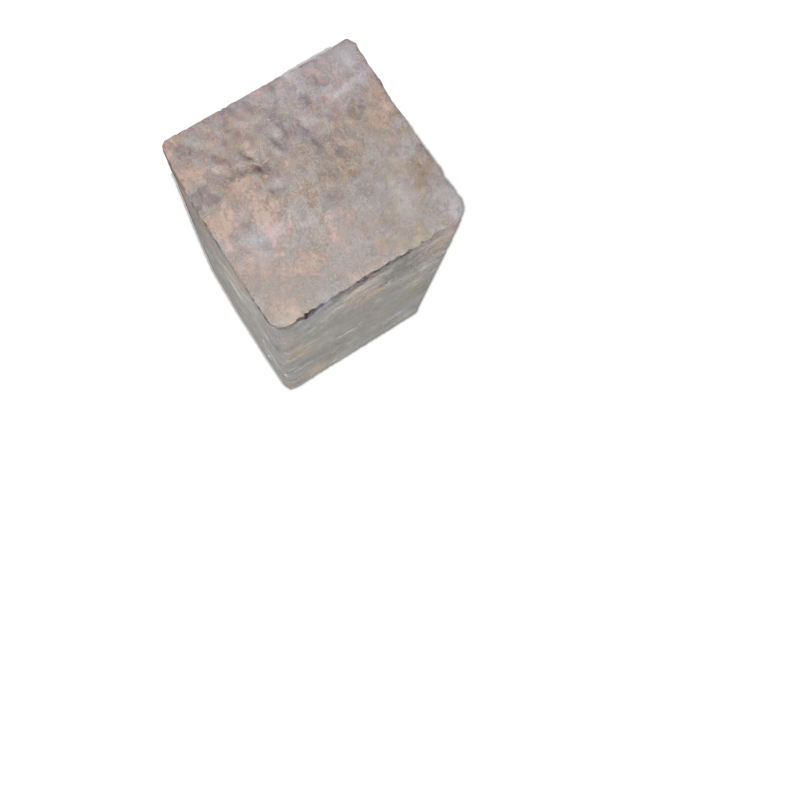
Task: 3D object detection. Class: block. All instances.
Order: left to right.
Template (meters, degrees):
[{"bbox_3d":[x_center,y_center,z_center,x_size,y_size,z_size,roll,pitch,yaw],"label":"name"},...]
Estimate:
[{"bbox_3d":[-0.041,-0.075,0.529,0.091,0.092,0.201,-32,-5,-7],"label":"block"}]
